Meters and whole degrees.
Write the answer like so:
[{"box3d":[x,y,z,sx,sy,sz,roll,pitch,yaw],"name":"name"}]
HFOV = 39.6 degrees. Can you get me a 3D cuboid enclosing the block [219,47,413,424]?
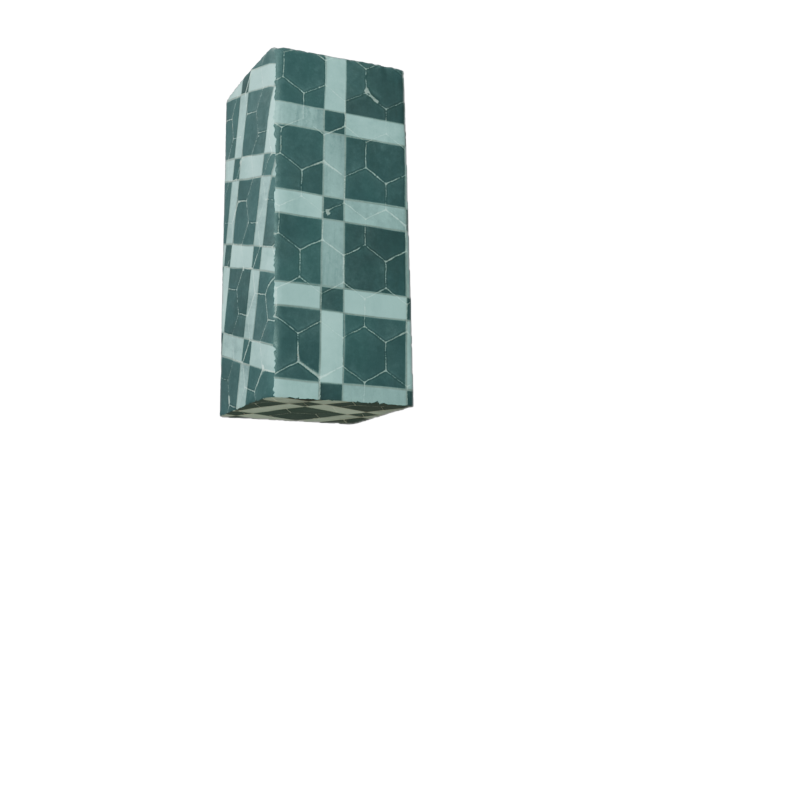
[{"box3d":[-0.053,-0.096,0.672,0.088,0.214,0.090,6,-17,-24],"name":"block"}]
